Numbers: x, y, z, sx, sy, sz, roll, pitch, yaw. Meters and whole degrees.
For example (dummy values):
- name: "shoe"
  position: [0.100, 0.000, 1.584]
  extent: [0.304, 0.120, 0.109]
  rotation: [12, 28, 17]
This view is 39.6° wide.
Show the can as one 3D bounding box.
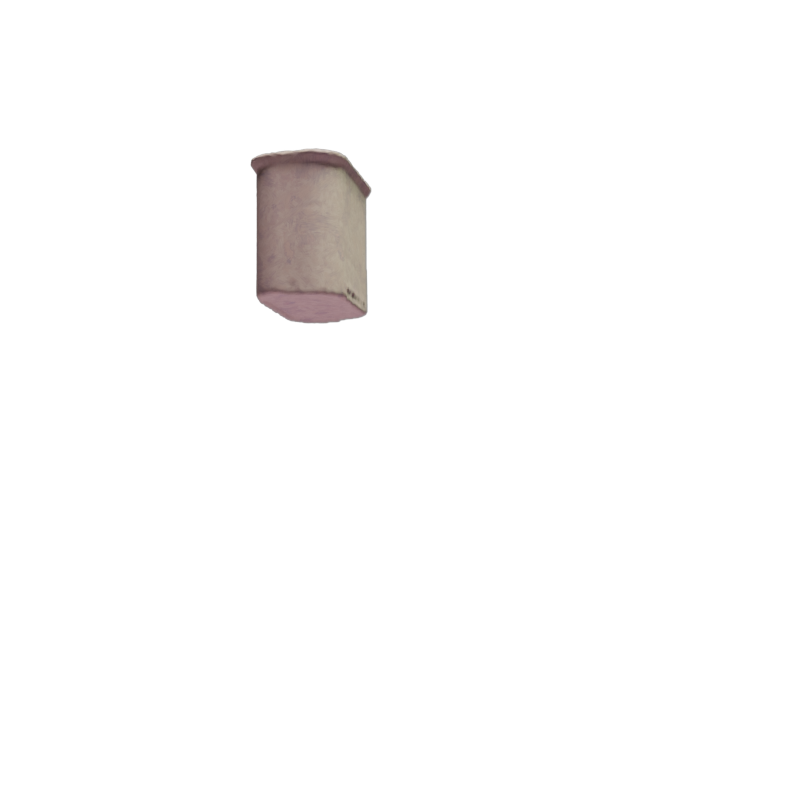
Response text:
- name: "can"
  position: [-0.052, -0.095, 0.666]
  extent: [0.058, 0.086, 0.098]
  rotation: [-3, -10, 12]
